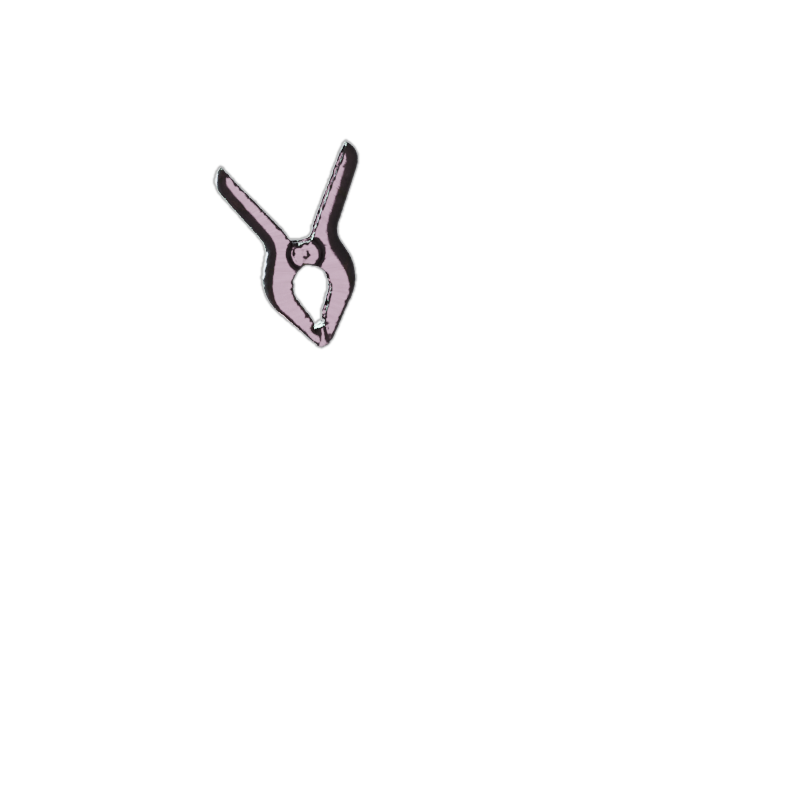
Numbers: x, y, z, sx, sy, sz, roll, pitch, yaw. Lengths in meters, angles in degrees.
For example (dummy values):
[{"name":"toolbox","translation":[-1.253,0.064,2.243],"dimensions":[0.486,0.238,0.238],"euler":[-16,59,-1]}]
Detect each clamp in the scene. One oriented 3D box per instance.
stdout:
[{"name":"clamp","translation":[-0.073,-0.133,0.932],"dimensions":[0.120,0.166,0.040],"euler":[-19,11,4]}]
